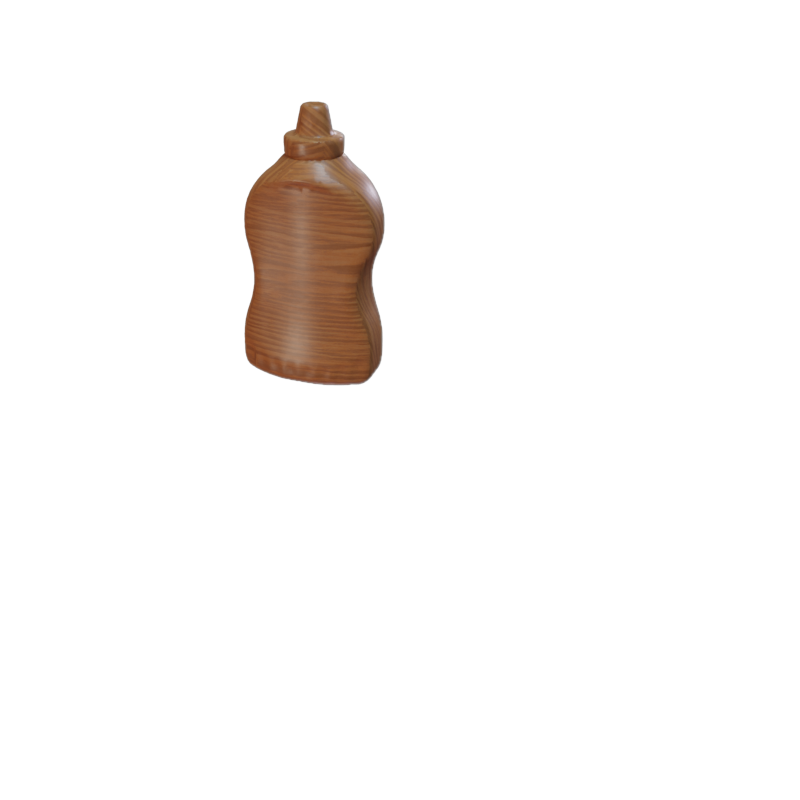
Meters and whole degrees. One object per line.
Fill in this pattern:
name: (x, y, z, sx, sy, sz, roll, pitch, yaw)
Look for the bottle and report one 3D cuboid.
bottle: (-0.059, -0.109, 0.760, 0.099, 0.183, 0.059, 10, 23, 20)
